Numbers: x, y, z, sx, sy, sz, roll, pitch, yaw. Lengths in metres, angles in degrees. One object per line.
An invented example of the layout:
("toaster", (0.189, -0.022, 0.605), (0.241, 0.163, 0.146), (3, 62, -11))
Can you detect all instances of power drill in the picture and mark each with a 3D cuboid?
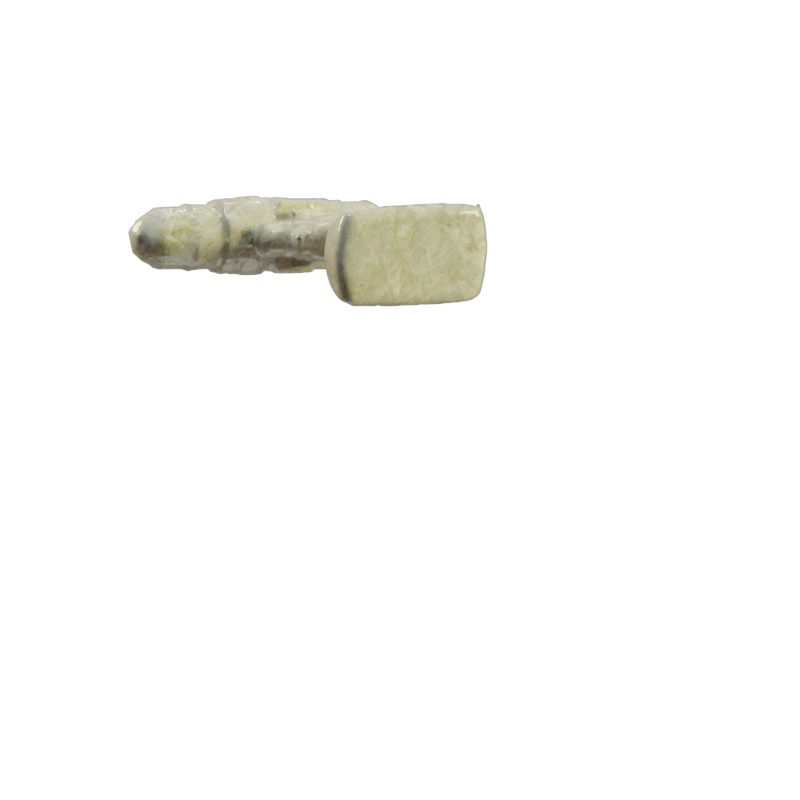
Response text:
("power drill", (-0.053, -0.097, 0.681), (0.179, 0.056, 0.198), (-9, 16, -31))
